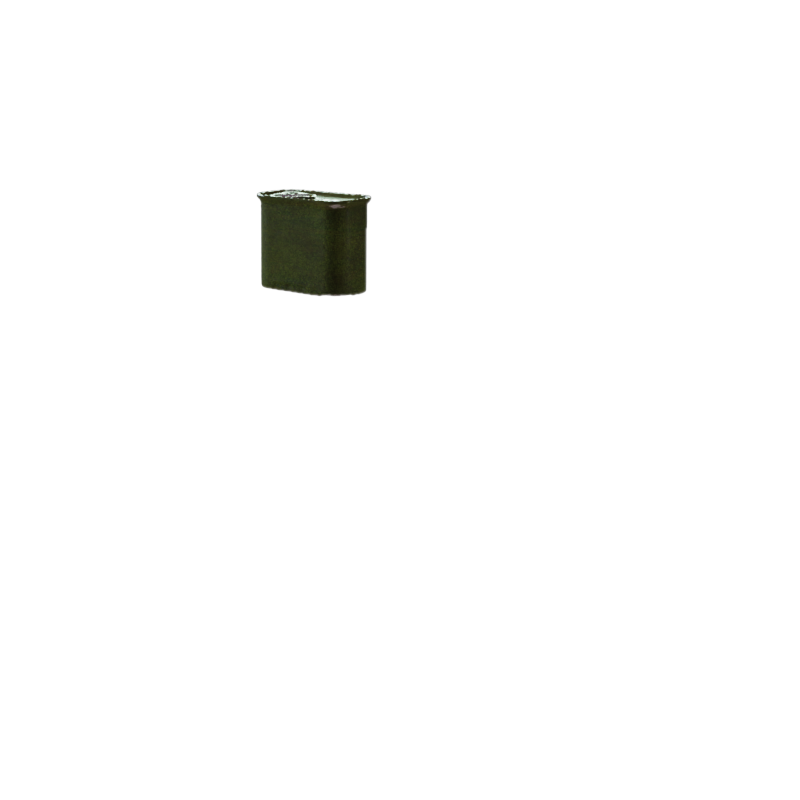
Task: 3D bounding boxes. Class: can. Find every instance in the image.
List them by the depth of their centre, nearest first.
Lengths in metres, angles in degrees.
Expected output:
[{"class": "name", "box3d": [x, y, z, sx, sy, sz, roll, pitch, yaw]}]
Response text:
[{"class": "can", "box3d": [-0.076, -0.139, 0.971, 0.107, 0.082, 0.056, 11, 15, 36]}]
